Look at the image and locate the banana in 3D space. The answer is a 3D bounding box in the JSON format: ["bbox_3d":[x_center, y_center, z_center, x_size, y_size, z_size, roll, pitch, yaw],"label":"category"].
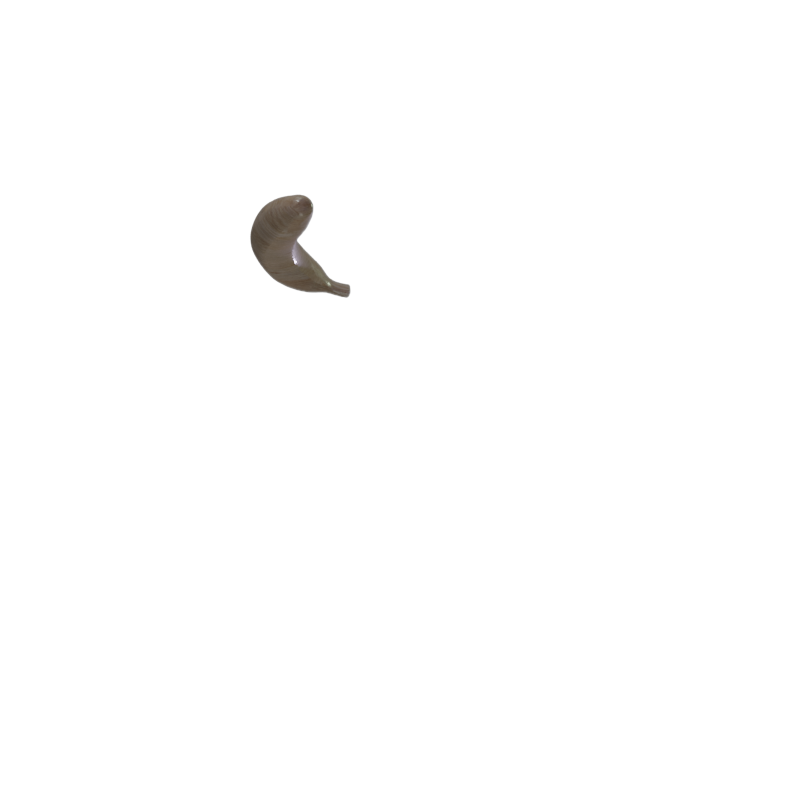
[{"bbox_3d":[-0.089,-0.127,0.909,0.070,0.038,0.188,-2,-13,7],"label":"banana"}]
